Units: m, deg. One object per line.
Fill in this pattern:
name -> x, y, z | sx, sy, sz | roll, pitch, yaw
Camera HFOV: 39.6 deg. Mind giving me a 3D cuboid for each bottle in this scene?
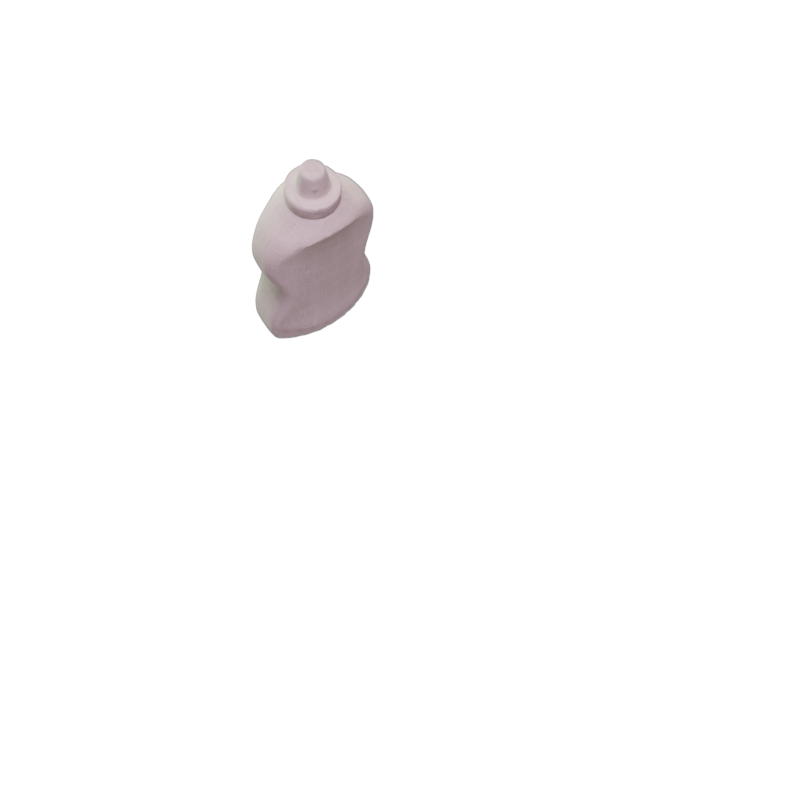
bottle -> -0.066, -0.120, 0.836 | 0.096, 0.062, 0.181 | -30, -19, -16
